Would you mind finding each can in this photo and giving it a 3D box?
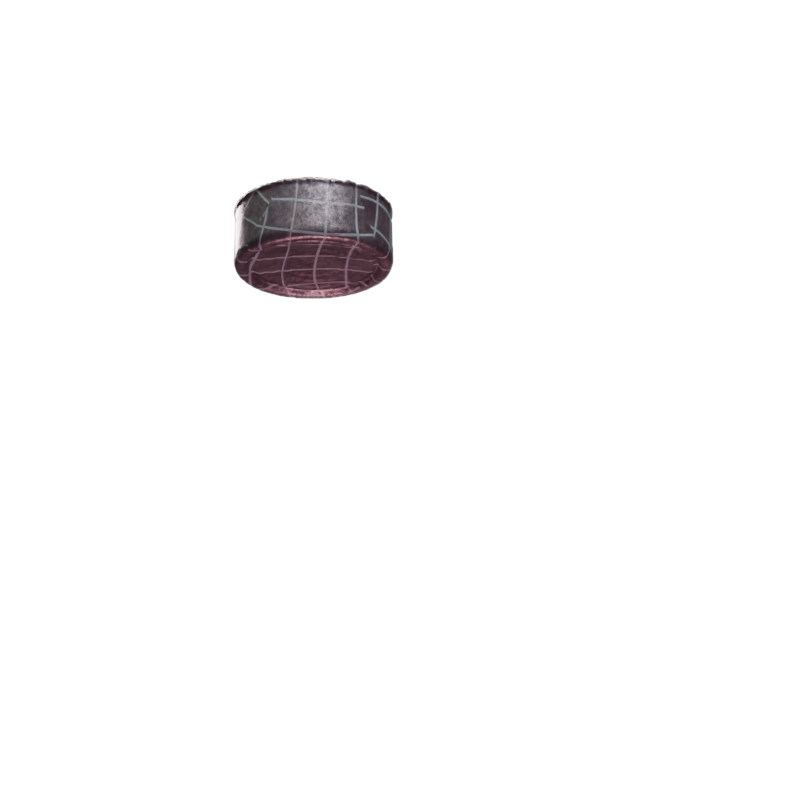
[{"bbox_3d":[-0.046,-0.084,0.591,0.086,0.035,0.082,0,-19,-2],"label":"can"}]
